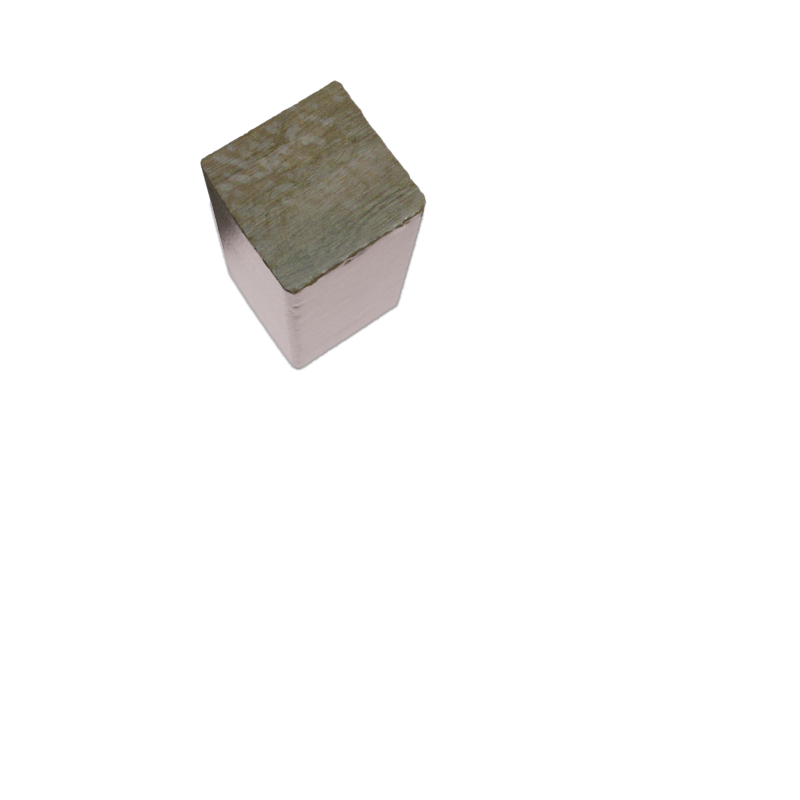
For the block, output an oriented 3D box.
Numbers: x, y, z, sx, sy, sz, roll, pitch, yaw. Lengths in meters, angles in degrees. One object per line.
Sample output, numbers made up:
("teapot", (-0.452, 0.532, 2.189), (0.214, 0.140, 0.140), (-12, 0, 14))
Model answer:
("block", (-0.053, -0.096, 0.677), (0.091, 0.093, 0.200), (-33, -8, -9))
